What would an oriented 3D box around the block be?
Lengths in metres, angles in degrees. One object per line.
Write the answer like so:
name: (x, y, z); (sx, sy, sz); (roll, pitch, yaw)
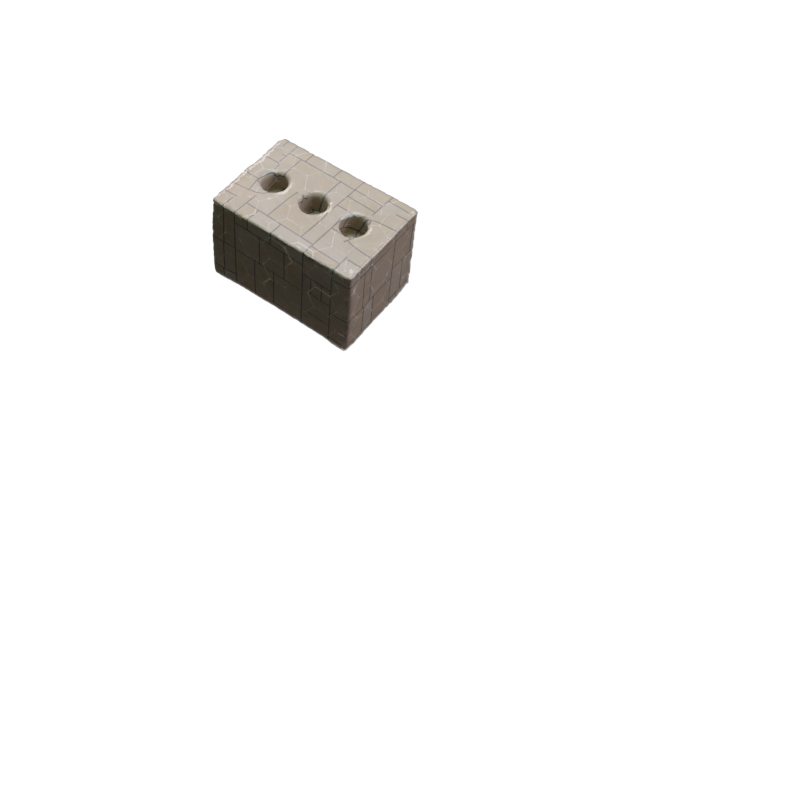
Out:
block: (-0.039, -0.071, 0.499); (0.082, 0.048, 0.054); (31, 57, 21)
